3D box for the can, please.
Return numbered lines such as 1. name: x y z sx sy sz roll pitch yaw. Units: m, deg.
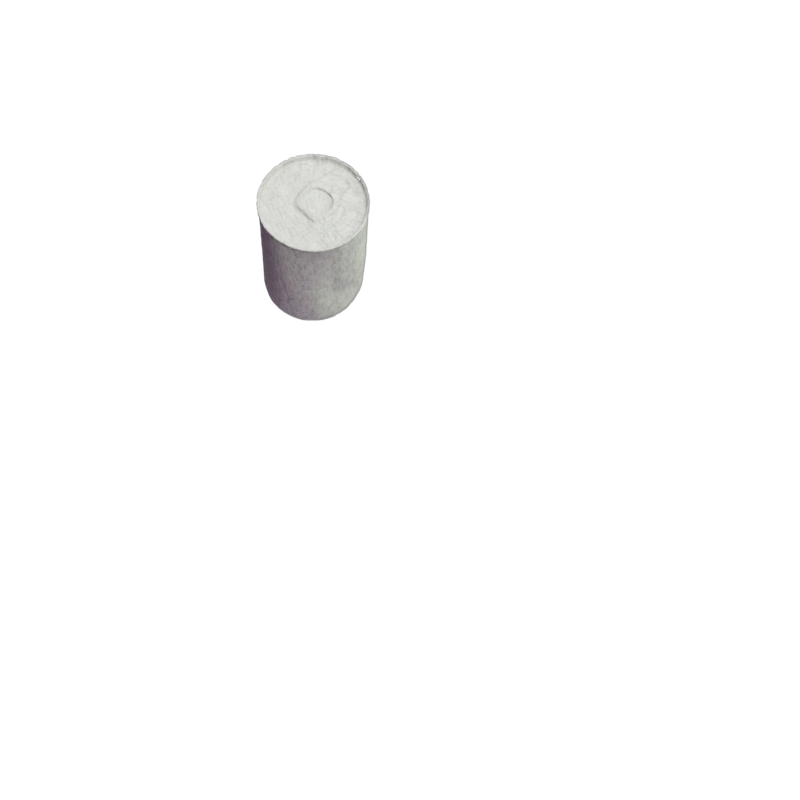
1. can: -0.055 -0.101 0.705 0.068 0.072 0.097 0 -24 -3
